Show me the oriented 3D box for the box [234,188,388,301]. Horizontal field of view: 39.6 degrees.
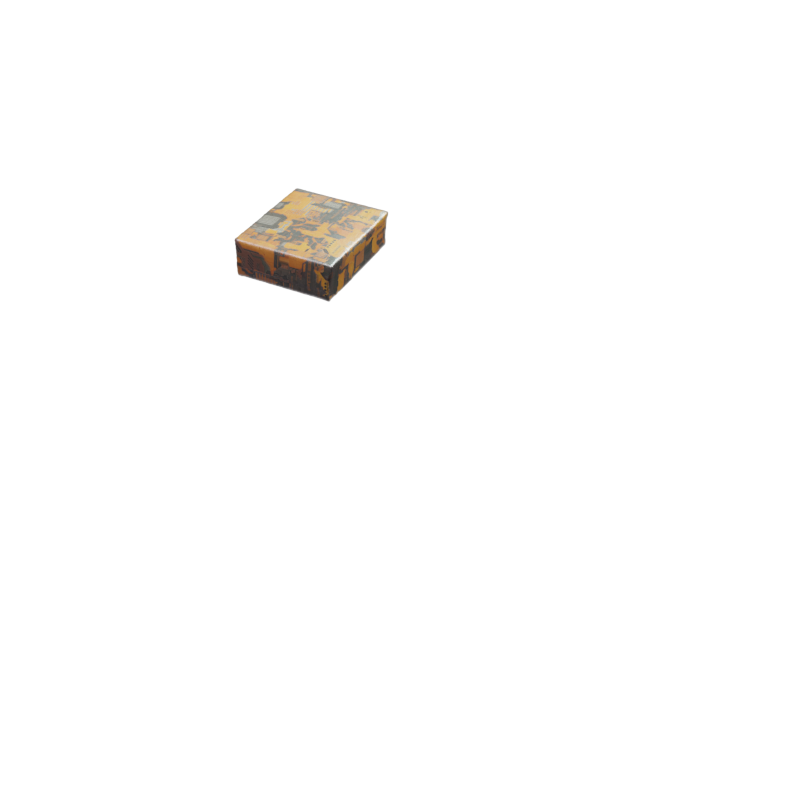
[{"bbox_3d":[-0.073,-0.133,0.931,0.093,0.036,0.117,15,38,19],"label":"box"}]
